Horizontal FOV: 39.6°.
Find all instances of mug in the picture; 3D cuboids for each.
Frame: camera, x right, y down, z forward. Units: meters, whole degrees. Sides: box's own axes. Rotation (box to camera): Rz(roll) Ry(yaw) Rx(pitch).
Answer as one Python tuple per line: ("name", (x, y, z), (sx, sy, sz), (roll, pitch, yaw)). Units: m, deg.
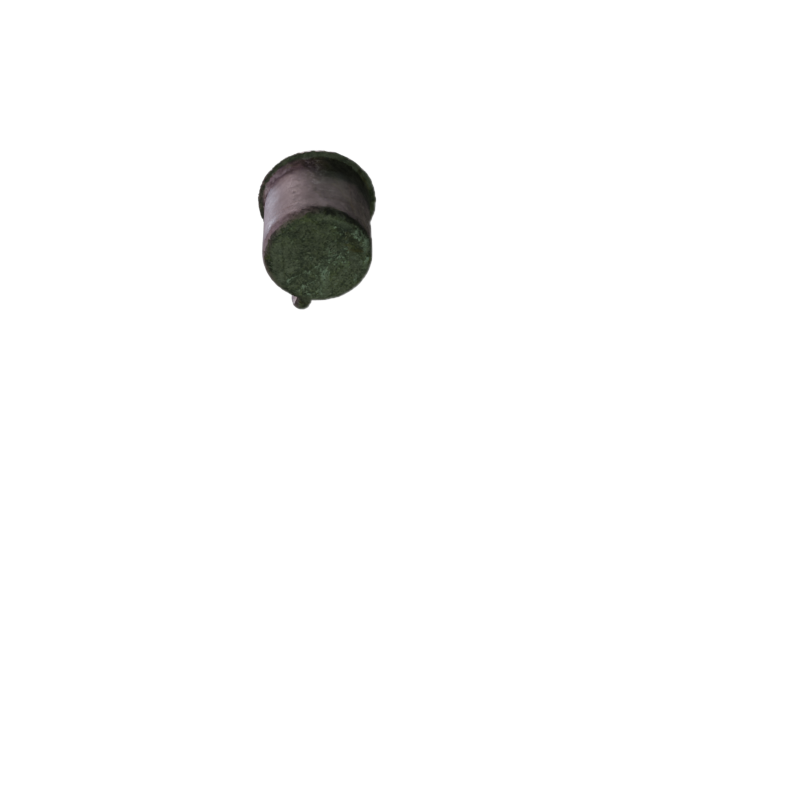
("mug", (-0.066, -0.121, 0.848), (0.092, 0.111, 0.087), (12, 36, -11))
